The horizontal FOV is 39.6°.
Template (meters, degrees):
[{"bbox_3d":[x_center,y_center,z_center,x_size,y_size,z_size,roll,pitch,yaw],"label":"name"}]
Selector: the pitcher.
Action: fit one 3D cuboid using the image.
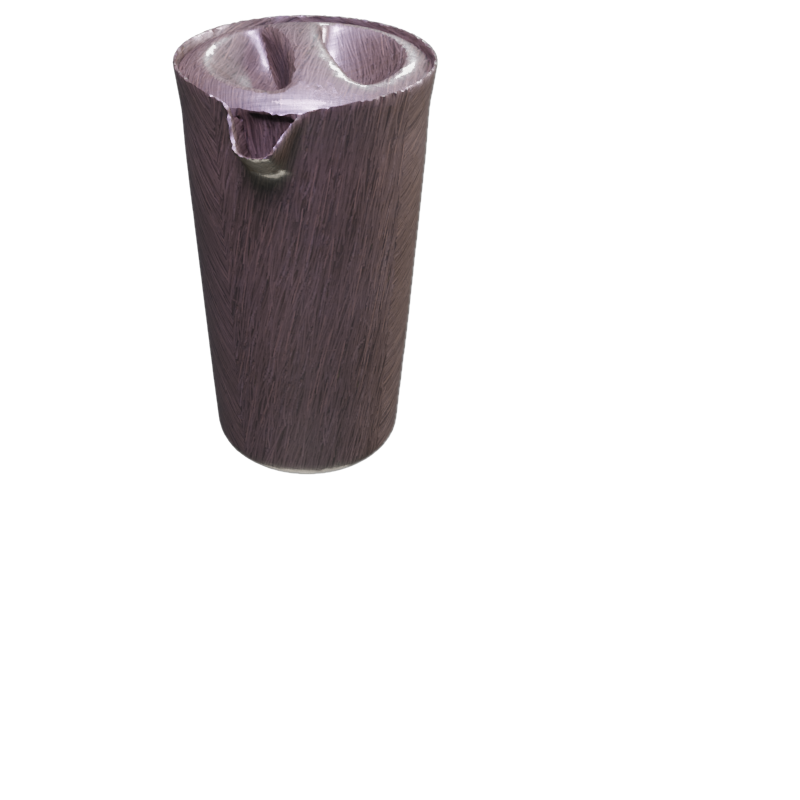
[{"bbox_3d":[-0.049,-0.089,0.625,0.147,0.228,0.156,-17,38,-27],"label":"pitcher"}]
